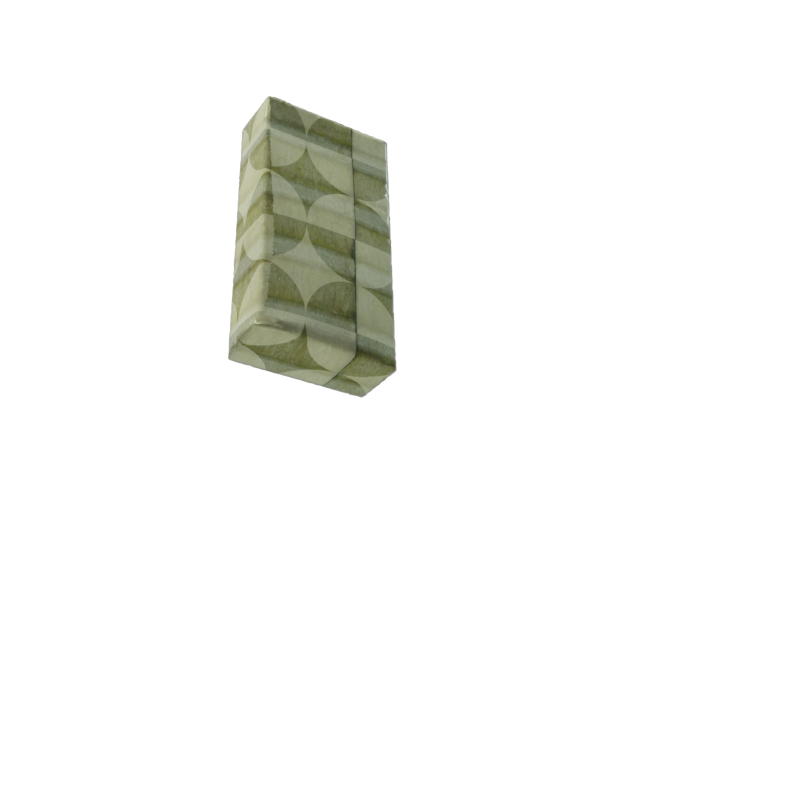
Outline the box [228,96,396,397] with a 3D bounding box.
[{"bbox_3d":[-0.053,-0.097,0.682,0.089,0.189,0.047,17,-40,-25],"label":"box"}]
